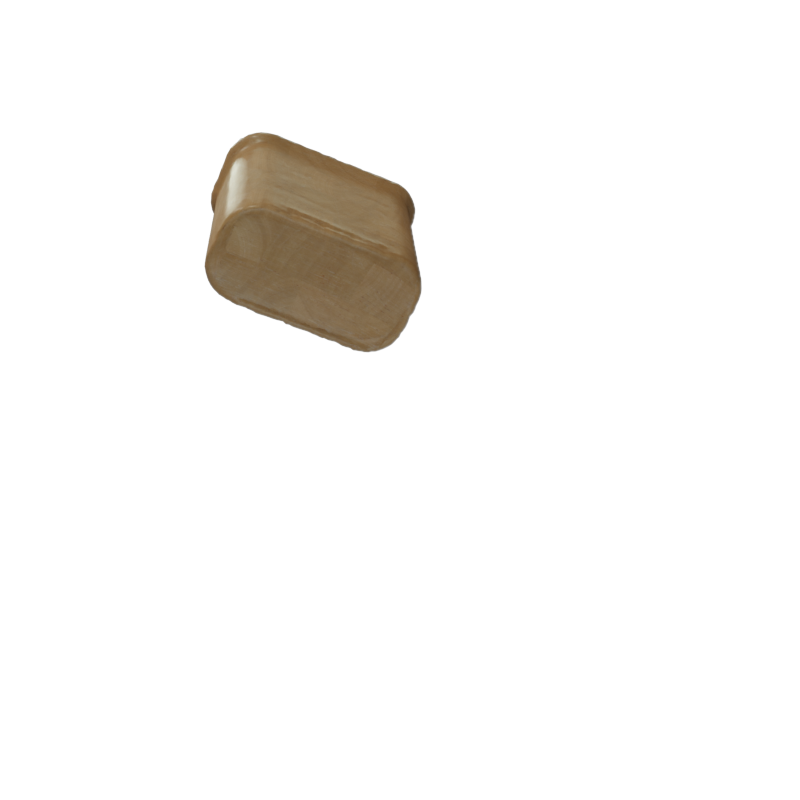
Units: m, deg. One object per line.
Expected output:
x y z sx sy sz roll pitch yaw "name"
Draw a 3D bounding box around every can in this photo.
-0.042 -0.076 0.530 0.099 0.055 0.089 20 28 -13 "can"
